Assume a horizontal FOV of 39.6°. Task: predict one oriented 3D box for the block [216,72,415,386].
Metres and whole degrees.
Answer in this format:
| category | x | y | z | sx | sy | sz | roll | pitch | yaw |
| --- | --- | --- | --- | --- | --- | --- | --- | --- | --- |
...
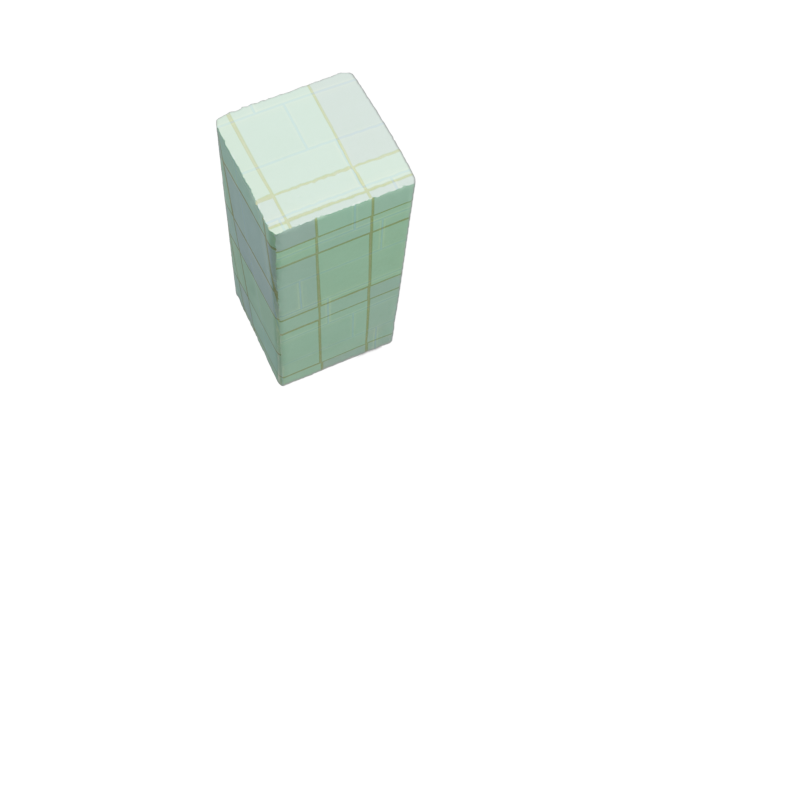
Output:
| category | x | y | z | sx | sy | sz | roll | pitch | yaw |
| --- | --- | --- | --- | --- | --- | --- | --- | --- | --- |
| block | -0.056 | -0.103 | 0.717 | 0.090 | 0.096 | 0.195 | -22 | -22 | -13 |
